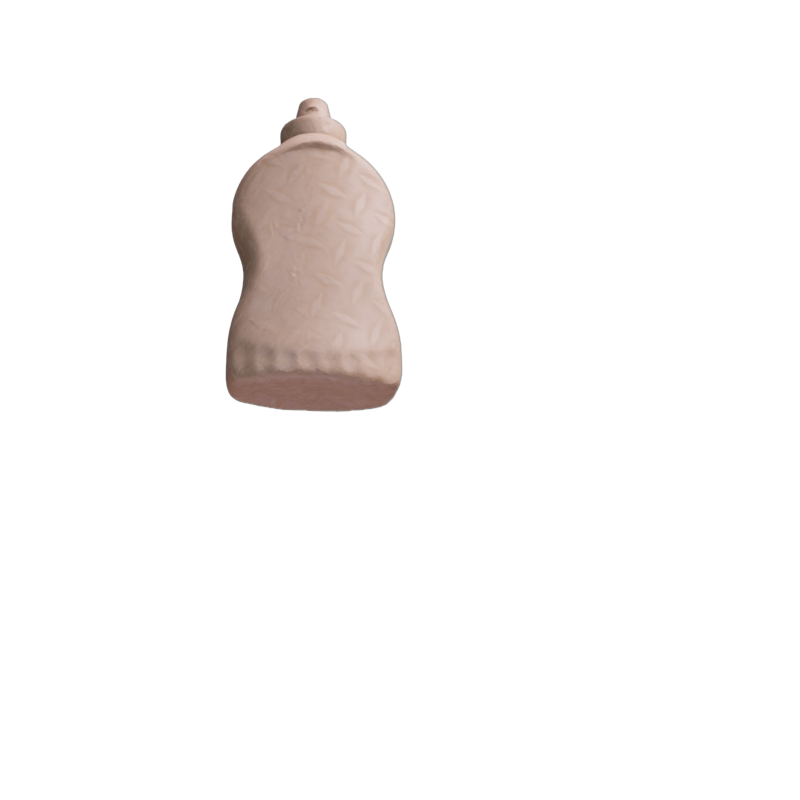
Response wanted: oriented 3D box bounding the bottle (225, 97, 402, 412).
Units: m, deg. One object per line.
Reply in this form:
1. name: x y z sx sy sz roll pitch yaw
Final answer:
1. bottle: -0.050 -0.092 0.646 0.095 0.203 0.055 1 -26 -6
